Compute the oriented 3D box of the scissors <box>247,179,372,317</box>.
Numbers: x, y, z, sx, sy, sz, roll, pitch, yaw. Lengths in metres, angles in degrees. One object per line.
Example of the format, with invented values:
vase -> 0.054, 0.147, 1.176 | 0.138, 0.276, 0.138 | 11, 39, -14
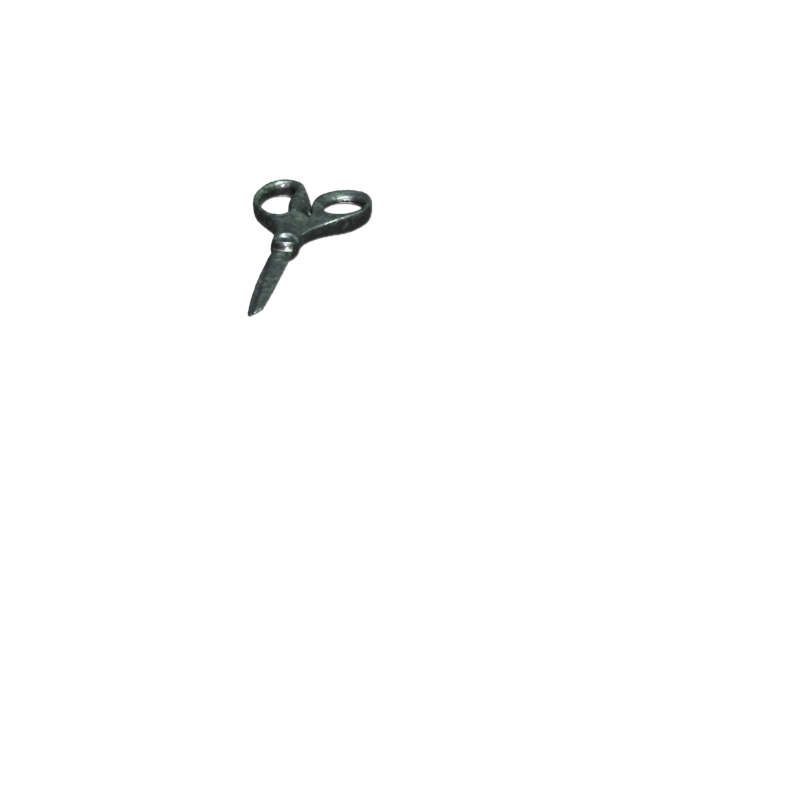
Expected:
scissors -> -0.059, -0.108, 0.754 | 0.095, 0.015, 0.215 | -4, 32, -7
